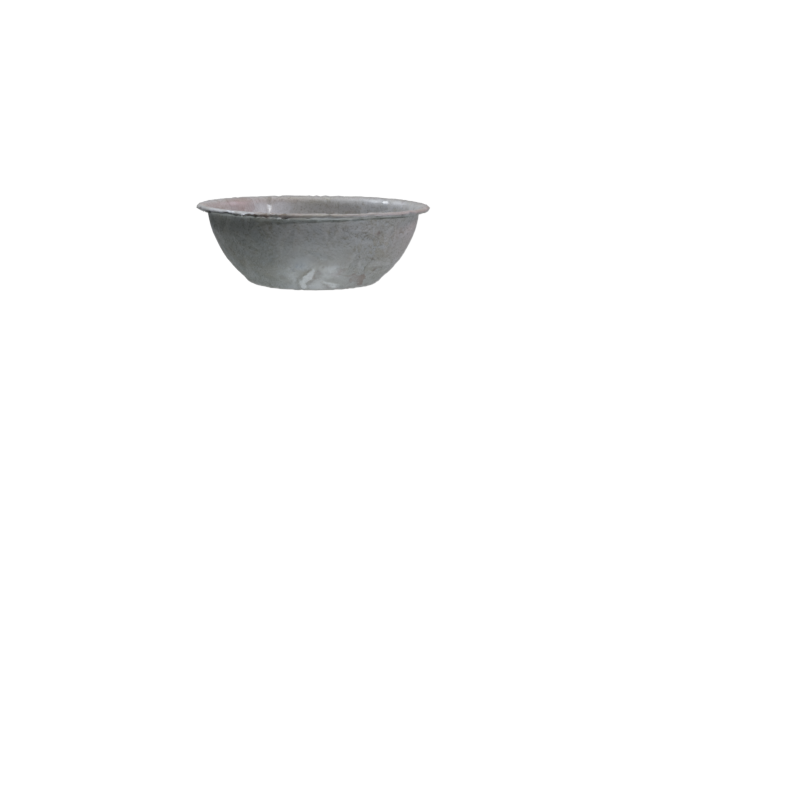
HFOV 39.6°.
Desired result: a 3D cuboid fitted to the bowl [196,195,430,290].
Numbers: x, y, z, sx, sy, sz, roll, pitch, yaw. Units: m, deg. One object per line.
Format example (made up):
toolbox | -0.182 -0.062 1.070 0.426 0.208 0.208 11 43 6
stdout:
bowl | -0.061 -0.111 0.774 0.162 0.054 0.166 0 14 -2
